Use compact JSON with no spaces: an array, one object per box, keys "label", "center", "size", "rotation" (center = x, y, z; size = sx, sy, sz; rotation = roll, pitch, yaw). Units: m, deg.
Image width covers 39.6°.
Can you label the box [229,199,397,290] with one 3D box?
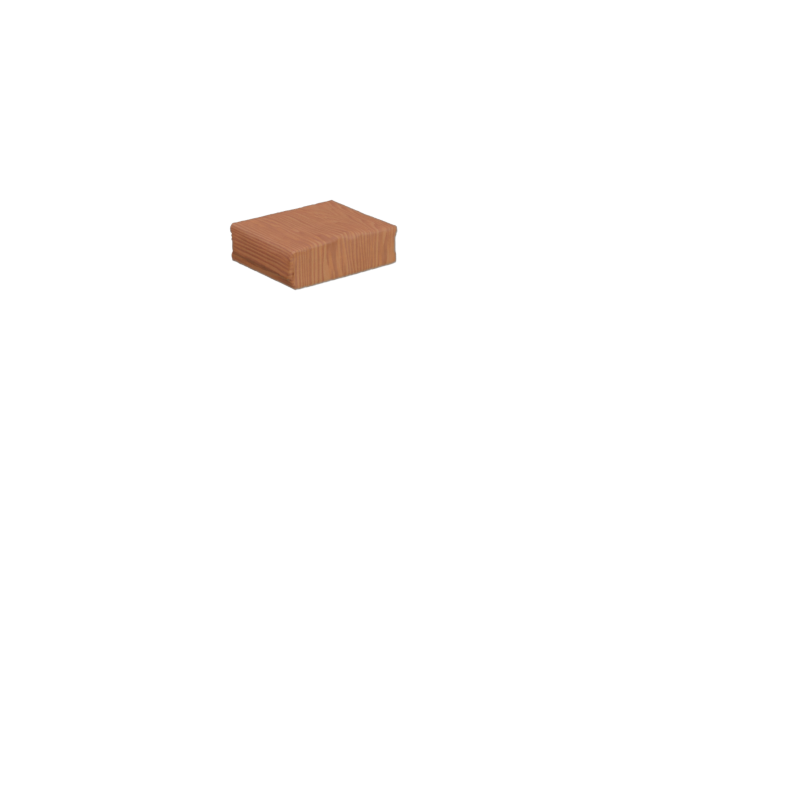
[{"label":"box","center":[-0.058,-0.106,0.745],"size":[0.088,0.029,0.078],"rotation":[-19,31,-34]}]
